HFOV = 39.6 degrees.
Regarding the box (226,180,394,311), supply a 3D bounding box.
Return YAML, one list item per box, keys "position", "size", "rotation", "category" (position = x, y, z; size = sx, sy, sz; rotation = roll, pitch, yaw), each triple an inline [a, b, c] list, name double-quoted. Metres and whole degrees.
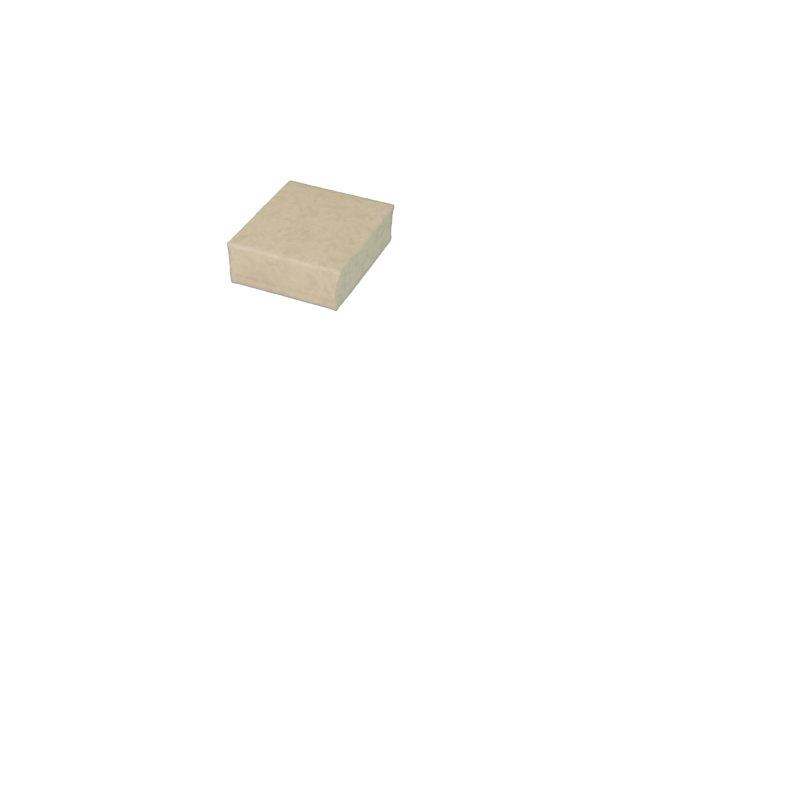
- position: [-0.065, -0.119, 0.832]
  size: [0.093, 0.036, 0.118]
  rotation: [14, 40, 16]
  category: "box"
